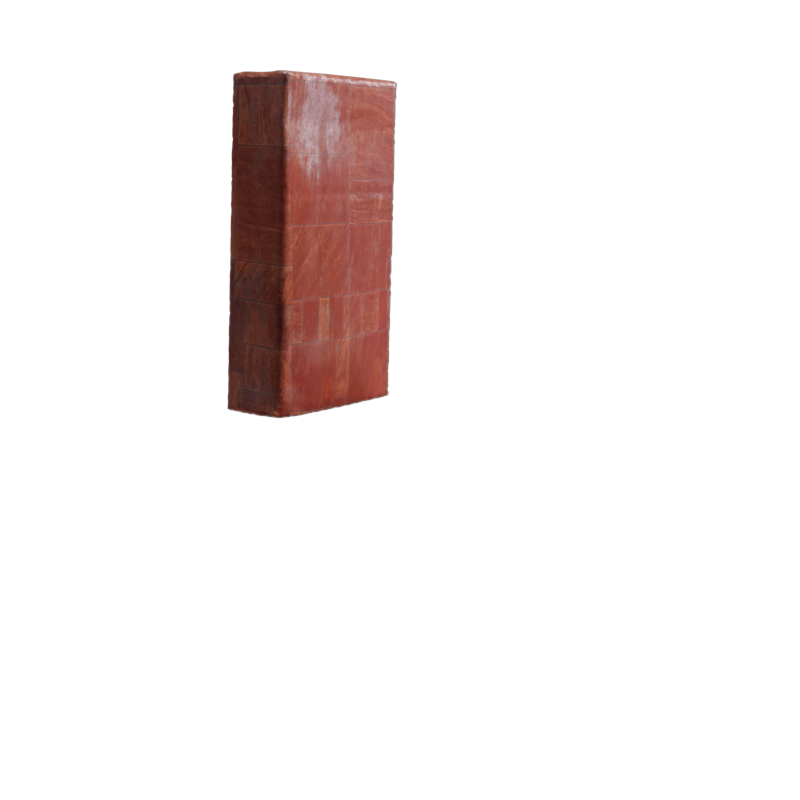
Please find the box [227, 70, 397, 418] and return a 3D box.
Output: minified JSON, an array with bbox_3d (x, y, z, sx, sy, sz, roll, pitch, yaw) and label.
[{"bbox_3d":[-0.047,-0.085,0.593,0.050,0.175,0.090,3,5,39],"label":"box"}]
